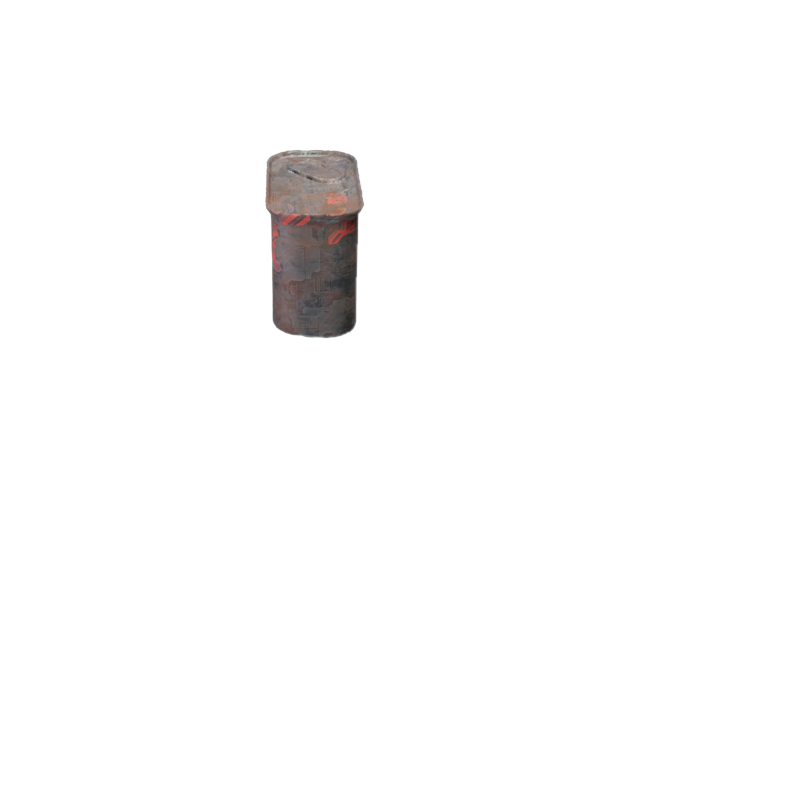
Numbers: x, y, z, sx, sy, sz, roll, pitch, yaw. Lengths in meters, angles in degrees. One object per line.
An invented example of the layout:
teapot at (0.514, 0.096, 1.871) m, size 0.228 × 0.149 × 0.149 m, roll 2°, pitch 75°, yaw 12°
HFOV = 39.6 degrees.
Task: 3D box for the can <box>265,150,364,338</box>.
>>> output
can at (-0.054, -0.099, 0.690) m, size 0.057 × 0.079 × 0.109 m, roll -1°, pitch 31°, yaw -5°
